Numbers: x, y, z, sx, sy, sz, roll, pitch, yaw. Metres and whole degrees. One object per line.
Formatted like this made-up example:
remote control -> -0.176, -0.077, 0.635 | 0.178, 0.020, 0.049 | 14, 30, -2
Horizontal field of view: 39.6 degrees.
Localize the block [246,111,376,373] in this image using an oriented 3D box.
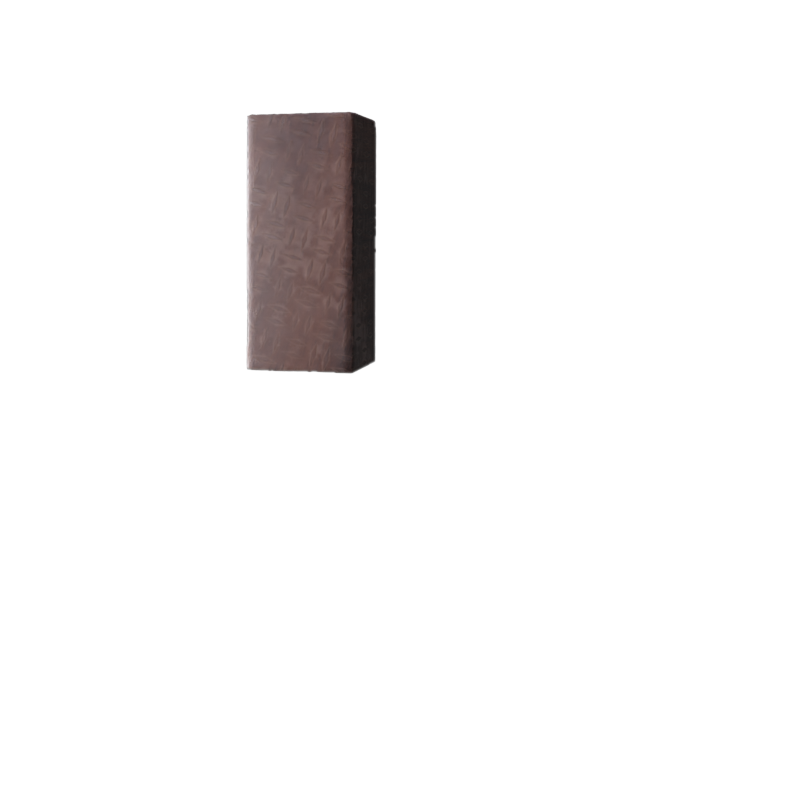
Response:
block -> -0.072, -0.131, 0.921 | 0.092, 0.206, 0.089 | 1, 2, 14
